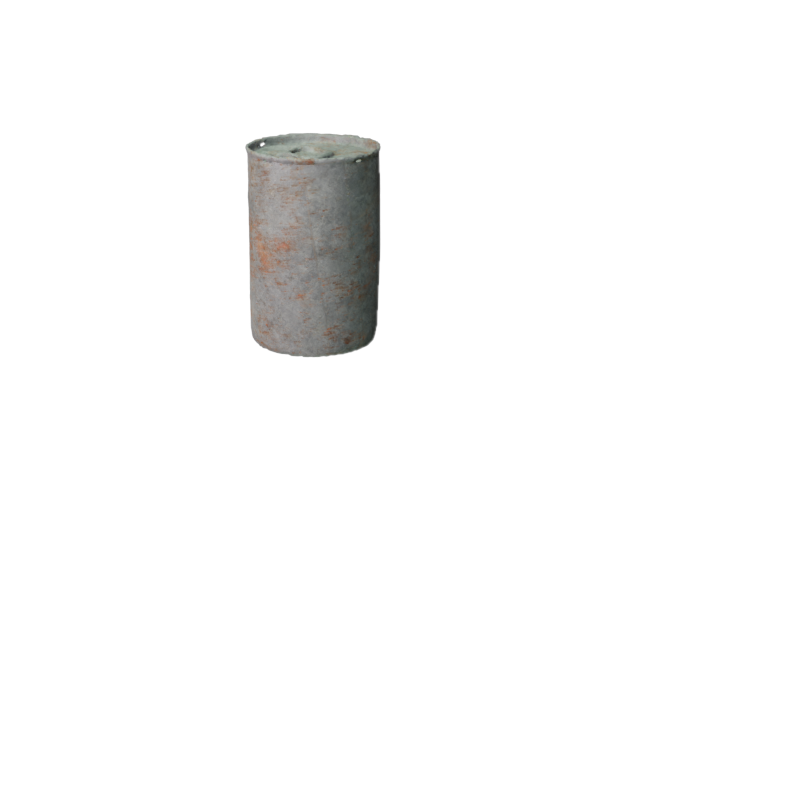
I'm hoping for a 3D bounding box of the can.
[{"bbox_3d":[-0.045,-0.081,0.570,0.068,0.098,0.072,0,19,-2],"label":"can"}]
